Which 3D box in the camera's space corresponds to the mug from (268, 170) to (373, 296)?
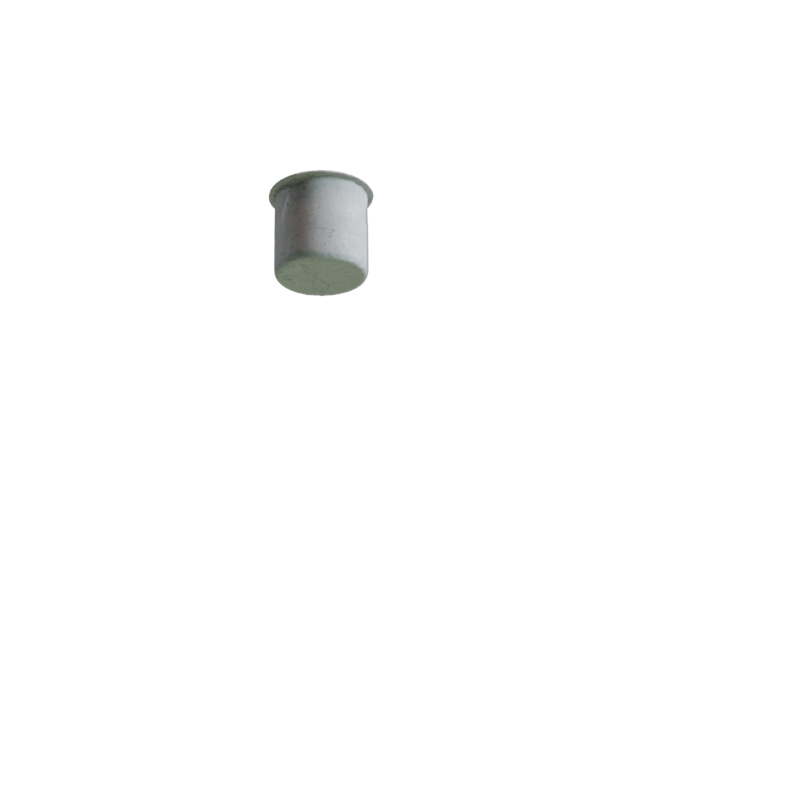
[{"bbox_3d":[-0.076,-0.139,0.976,0.088,0.086,0.117,16,-27,-35],"label":"mug"}]
